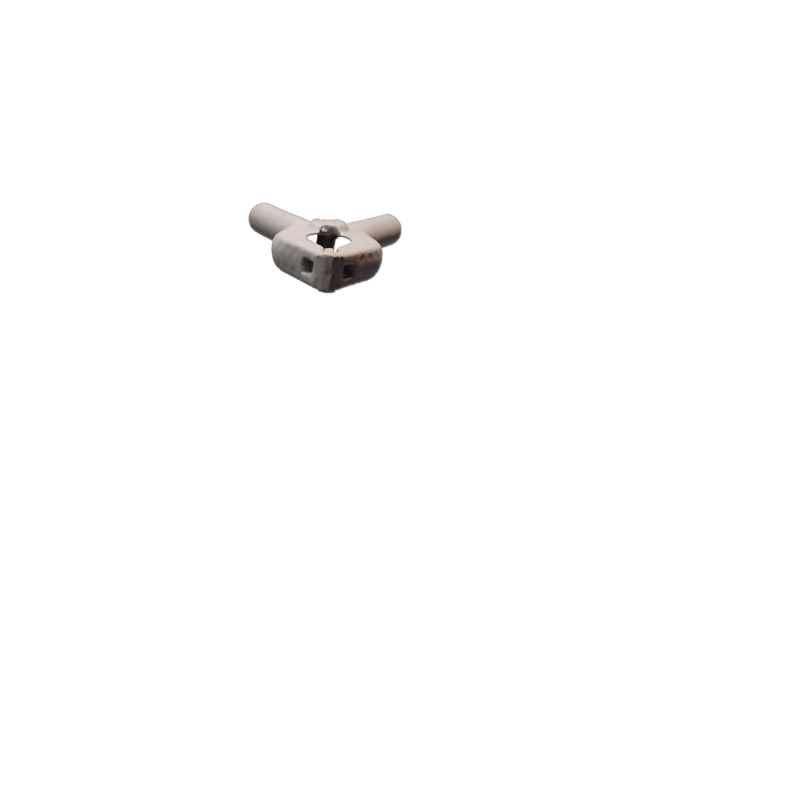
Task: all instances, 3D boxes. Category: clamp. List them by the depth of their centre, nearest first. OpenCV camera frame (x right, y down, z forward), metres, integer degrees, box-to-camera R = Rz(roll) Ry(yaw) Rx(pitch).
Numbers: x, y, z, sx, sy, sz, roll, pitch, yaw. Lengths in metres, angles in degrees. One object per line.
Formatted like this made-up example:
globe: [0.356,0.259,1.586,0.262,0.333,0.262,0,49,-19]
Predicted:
clamp: [-0.064,-0.116,0.816,0.121,0.038,0.176,2,18,5]
